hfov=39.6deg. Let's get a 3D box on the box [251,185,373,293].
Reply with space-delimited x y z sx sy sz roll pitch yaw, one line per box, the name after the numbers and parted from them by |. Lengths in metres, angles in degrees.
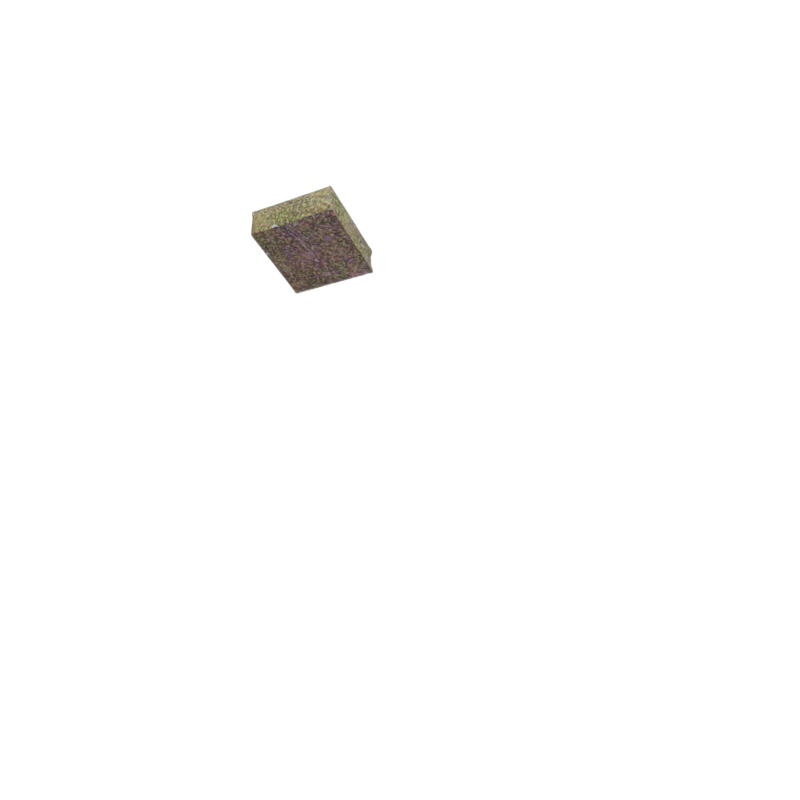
-0.073 -0.132 0.928 0.074 0.032 0.082 -15 -39 19 | box
